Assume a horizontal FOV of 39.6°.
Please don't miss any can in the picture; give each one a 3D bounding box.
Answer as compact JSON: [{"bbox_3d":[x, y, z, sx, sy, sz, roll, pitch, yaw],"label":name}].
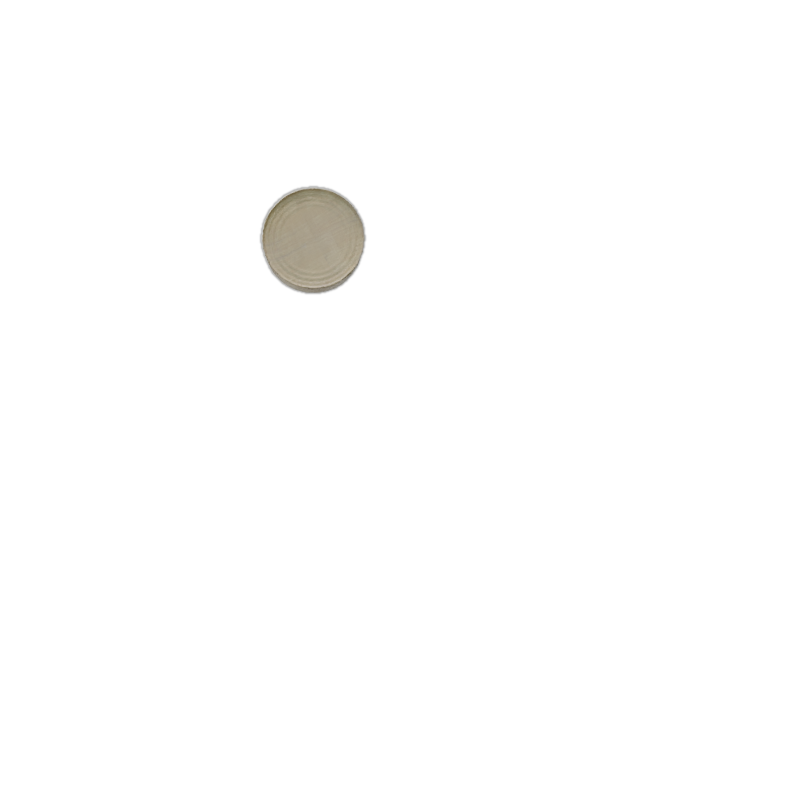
[{"bbox_3d":[-0.073,-0.133,0.933,0.086,0.088,0.033,0,-11,-1],"label":"can"}]
